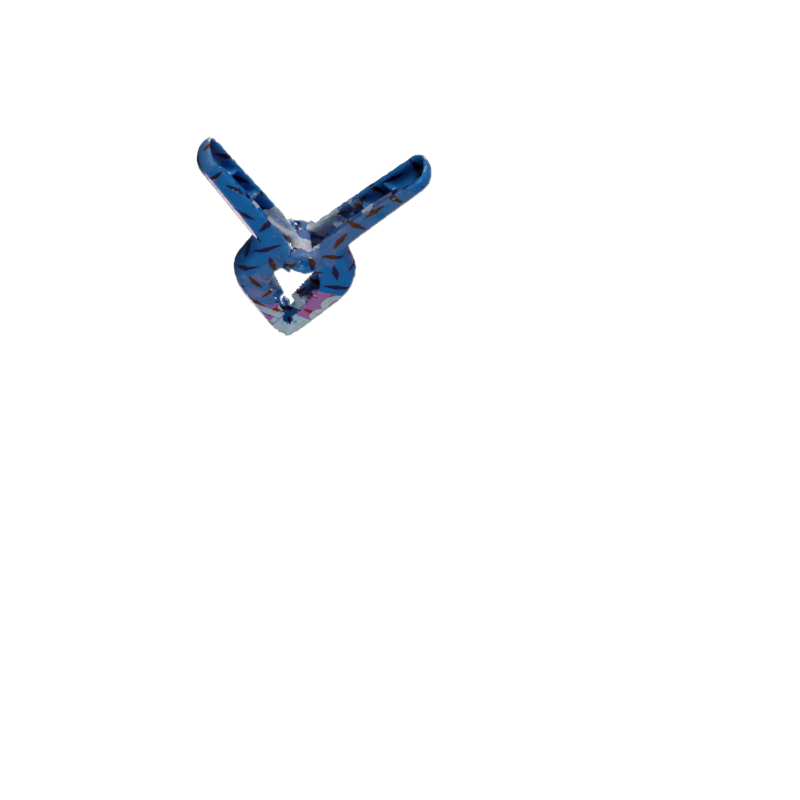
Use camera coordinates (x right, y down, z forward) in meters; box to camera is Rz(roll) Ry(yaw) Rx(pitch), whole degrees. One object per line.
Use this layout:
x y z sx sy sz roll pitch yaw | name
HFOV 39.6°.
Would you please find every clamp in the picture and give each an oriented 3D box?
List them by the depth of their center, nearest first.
-0.066 -0.120 0.840 0.164 0.039 0.196 2 -35 -3 | clamp
